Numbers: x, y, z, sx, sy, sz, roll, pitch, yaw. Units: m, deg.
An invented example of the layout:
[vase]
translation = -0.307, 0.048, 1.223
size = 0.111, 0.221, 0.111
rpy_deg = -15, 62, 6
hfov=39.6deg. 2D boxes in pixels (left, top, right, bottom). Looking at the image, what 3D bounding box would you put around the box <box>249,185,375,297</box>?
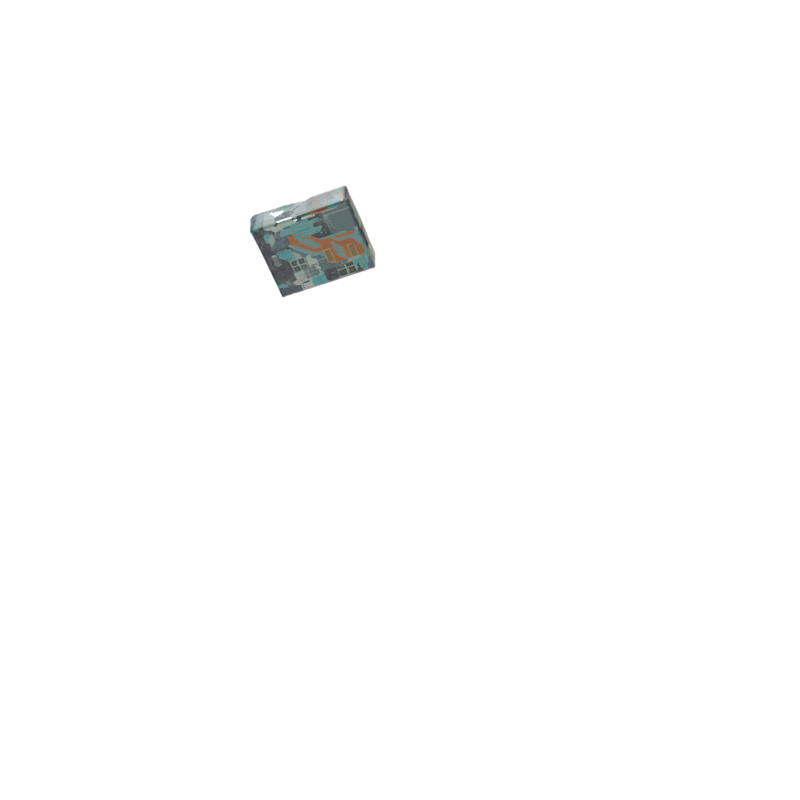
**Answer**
[box]
translation = -0.074, -0.135, 0.948
size = 0.090, 0.068, 0.032
rpy_deg = -16, 35, 11
